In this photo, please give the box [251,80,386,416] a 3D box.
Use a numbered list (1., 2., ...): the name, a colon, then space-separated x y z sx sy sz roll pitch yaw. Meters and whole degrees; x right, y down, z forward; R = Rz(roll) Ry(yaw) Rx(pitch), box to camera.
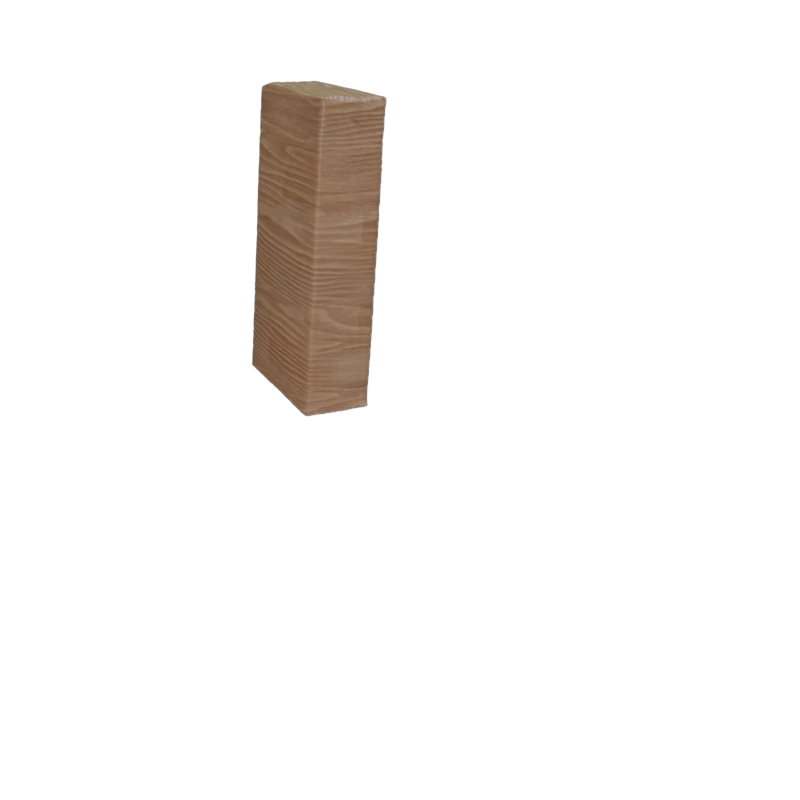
1. box: -0.050 -0.090 0.633 0.047 0.171 0.099 -6 17 -25
